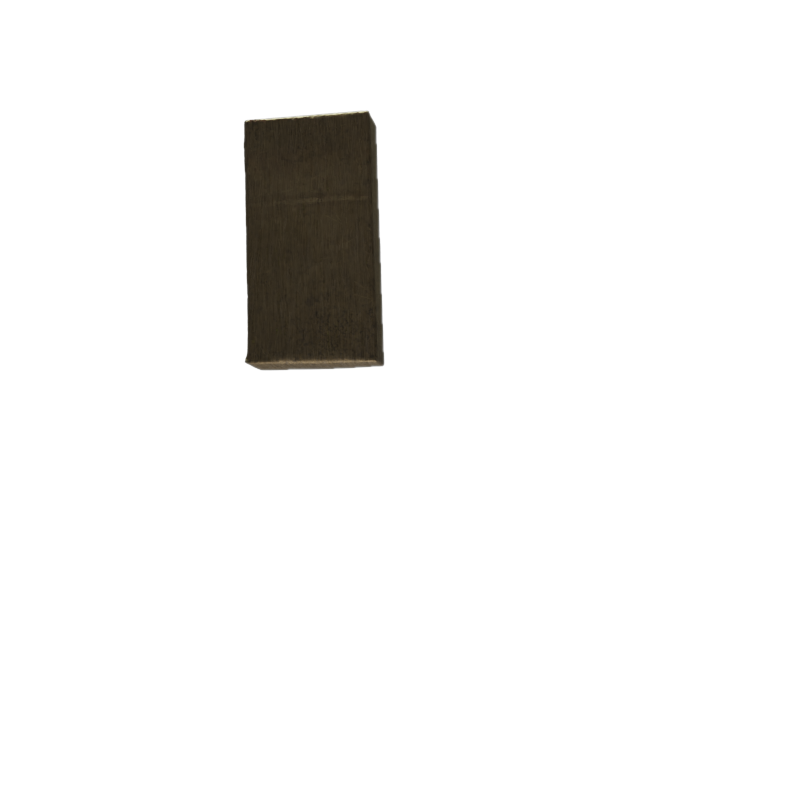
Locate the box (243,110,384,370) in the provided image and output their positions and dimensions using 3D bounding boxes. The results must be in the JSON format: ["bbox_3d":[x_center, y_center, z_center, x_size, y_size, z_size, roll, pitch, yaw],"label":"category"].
[{"bbox_3d":[-0.061,-0.111,0.781,0.094,0.182,0.046,-3,-12,10],"label":"box"}]
